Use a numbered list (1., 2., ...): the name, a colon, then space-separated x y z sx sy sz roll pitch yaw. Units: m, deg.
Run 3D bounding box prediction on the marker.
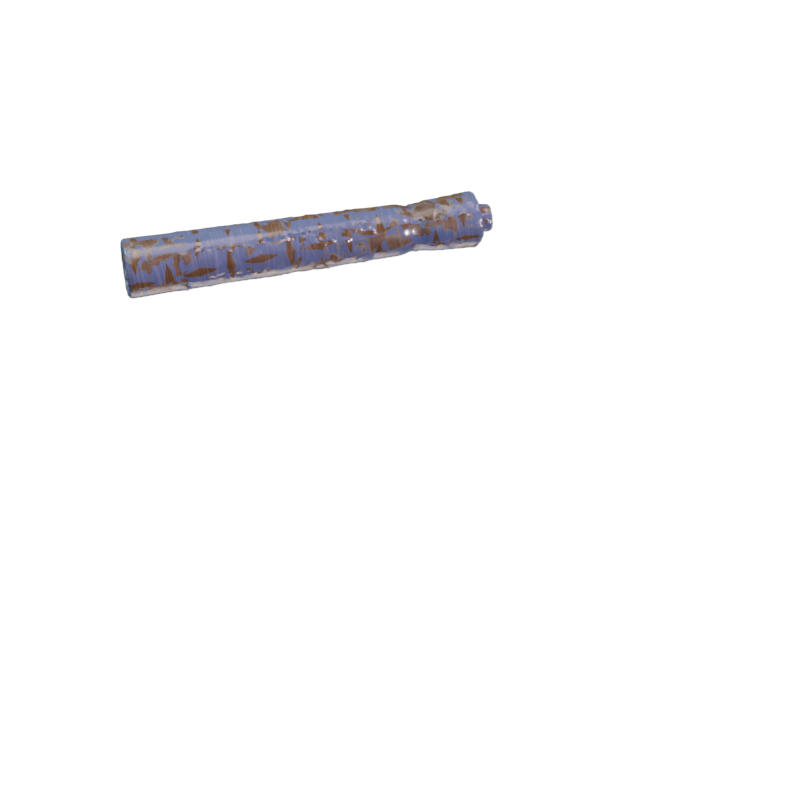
1. marker: -0.028 -0.051 0.355 0.119 0.020 0.020 -10 7 -13
